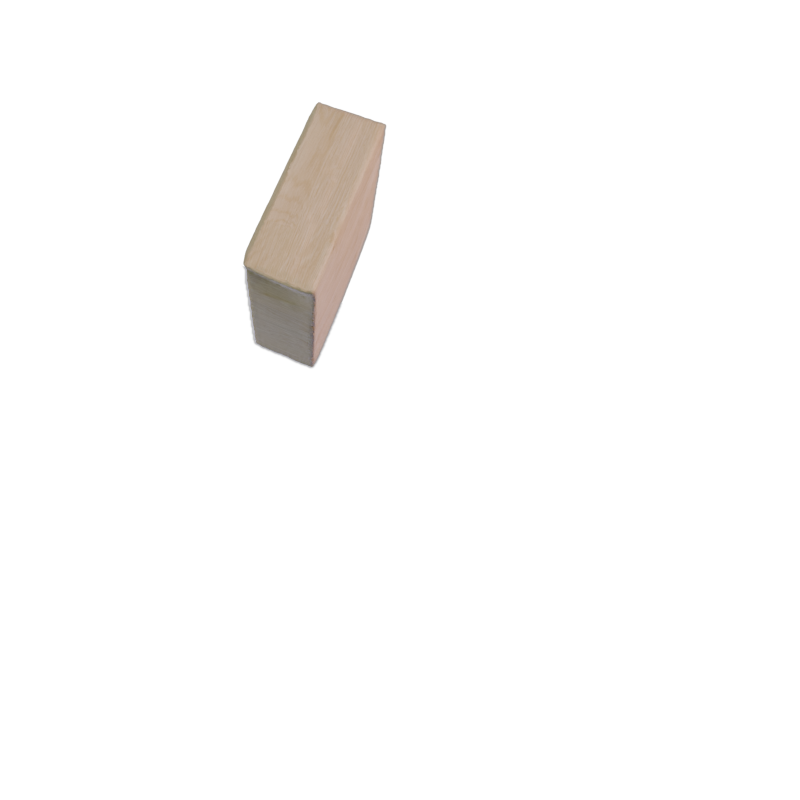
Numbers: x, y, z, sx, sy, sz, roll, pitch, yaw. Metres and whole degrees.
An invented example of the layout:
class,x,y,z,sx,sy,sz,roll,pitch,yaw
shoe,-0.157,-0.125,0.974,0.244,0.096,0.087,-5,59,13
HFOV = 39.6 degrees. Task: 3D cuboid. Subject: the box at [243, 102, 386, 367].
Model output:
class,x,y,z,sx,sy,sz,roll,pitch,yaw
box,-0.078,-0.142,0.993,0.073,0.170,0.205,20,-18,2
